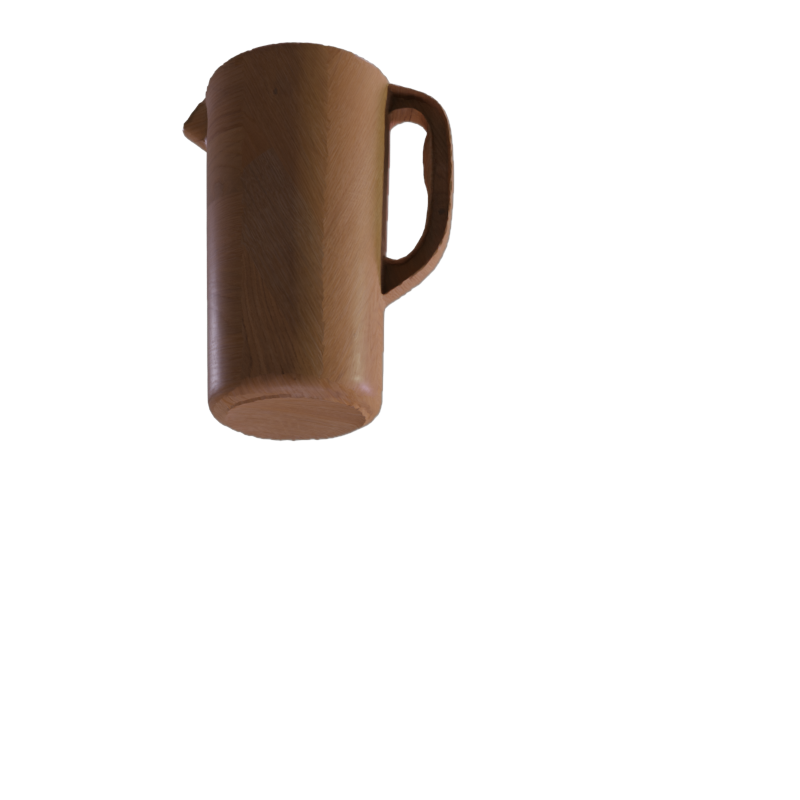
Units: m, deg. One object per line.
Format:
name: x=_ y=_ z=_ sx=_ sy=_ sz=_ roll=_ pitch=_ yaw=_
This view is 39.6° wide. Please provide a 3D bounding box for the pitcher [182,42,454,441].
pitcher: x=-0.057 y=-0.104 z=0.729 sx=0.137 sy=0.257 sz=0.149 roll=17 pitch=-30 yaw=-35
